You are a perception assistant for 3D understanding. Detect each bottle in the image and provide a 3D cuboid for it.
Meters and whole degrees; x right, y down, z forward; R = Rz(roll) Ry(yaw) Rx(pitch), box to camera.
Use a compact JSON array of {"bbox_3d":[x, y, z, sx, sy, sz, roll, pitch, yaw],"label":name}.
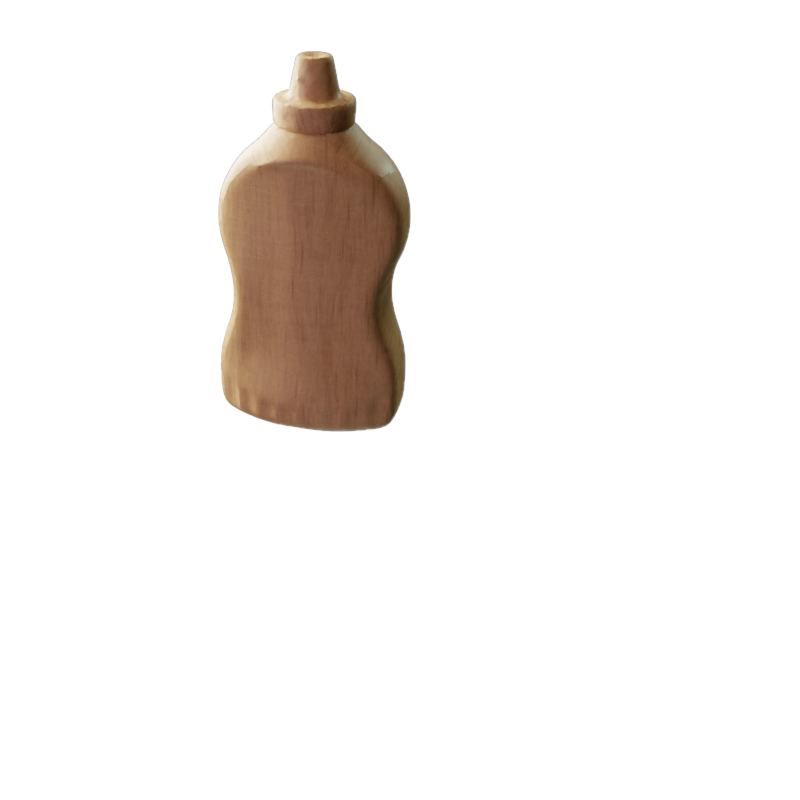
[{"bbox_3d":[-0.044,-0.080,0.562,0.098,0.182,0.060,8,25,14],"label":"bottle"}]
